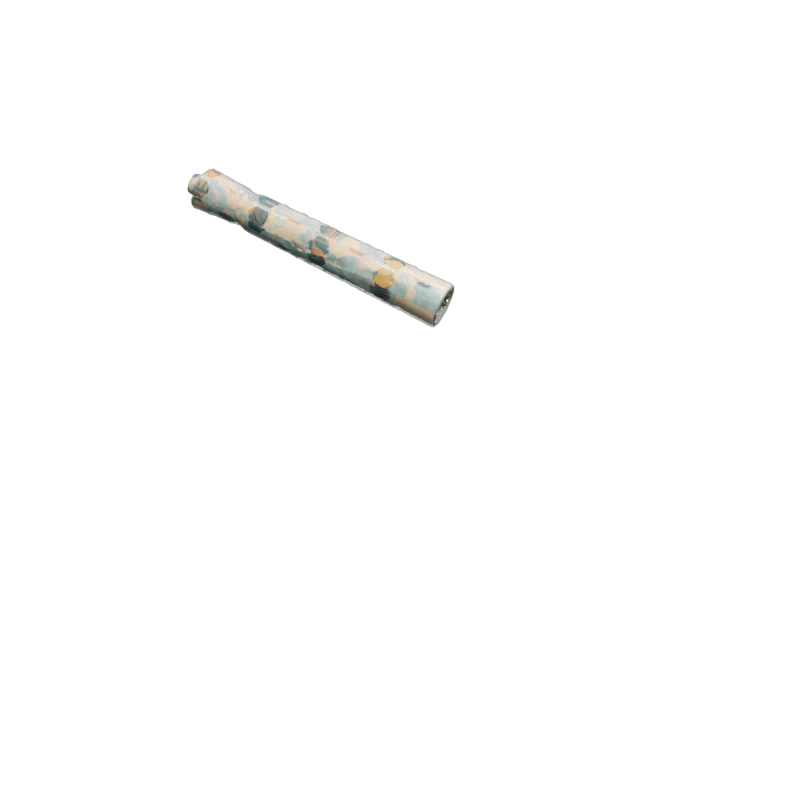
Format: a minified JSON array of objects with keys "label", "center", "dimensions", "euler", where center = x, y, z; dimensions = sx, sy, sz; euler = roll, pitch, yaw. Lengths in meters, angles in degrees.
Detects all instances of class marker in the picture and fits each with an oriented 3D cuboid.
[{"label":"marker","center":[-0.036,-0.065,0.454],"dimensions":[0.126,0.019,0.019],"euler":[28,12,18]}]
